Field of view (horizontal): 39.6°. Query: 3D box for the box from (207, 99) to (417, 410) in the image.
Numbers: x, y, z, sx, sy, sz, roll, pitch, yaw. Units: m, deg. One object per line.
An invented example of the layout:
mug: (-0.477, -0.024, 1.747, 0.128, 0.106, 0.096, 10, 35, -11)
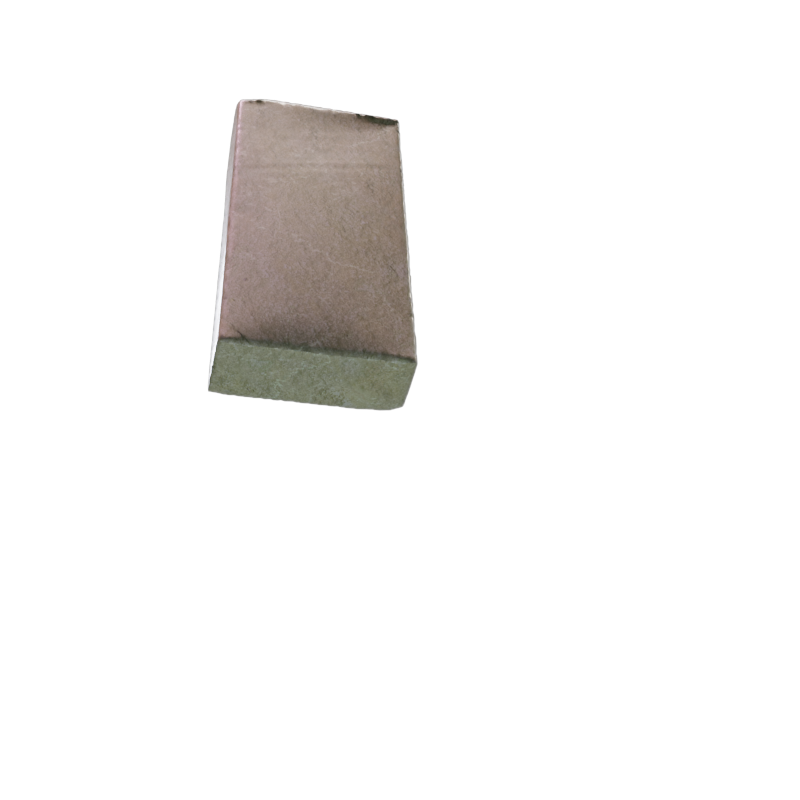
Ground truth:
box: (-0.044, -0.080, 0.561, 0.092, 0.189, 0.045, 5, -40, -10)
